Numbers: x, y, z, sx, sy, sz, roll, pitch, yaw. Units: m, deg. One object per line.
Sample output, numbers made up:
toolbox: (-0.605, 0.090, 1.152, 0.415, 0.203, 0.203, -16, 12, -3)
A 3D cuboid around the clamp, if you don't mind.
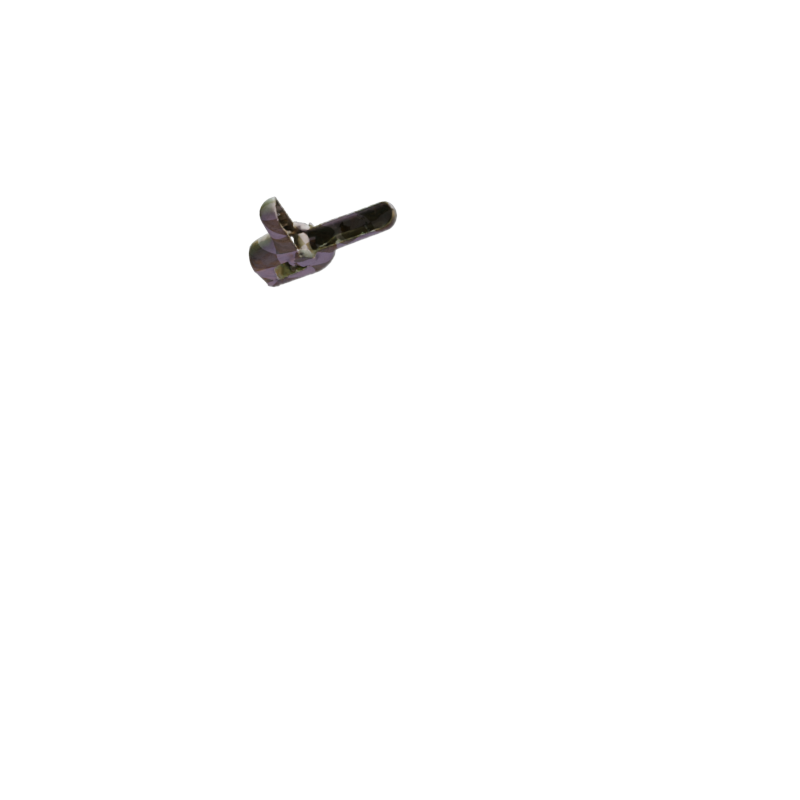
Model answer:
clamp: (-0.077, -0.141, 0.987, 0.118, 0.041, 0.169, 3, -12, -15)
